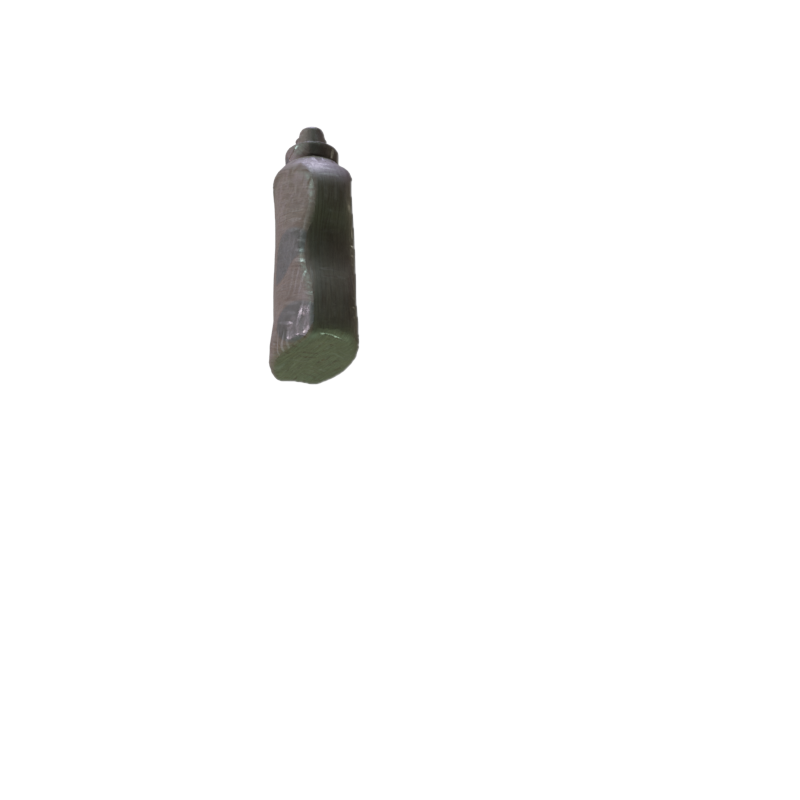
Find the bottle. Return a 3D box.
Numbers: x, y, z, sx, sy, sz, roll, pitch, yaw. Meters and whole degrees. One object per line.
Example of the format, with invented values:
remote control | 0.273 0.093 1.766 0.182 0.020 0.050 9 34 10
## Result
bottle | -0.064 -0.116 0.811 0.057 0.203 0.093 6 -27 -17
